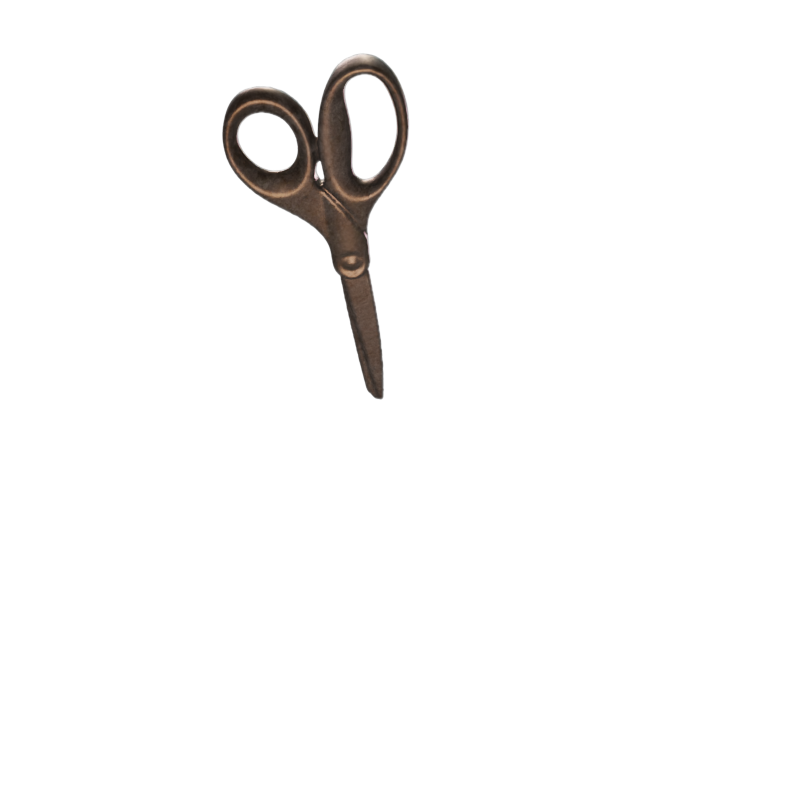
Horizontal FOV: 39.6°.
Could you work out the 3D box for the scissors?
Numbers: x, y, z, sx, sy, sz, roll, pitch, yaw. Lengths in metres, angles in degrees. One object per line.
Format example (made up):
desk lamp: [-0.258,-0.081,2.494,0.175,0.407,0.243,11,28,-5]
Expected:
scissors: [-0.043,-0.079,0.552,0.095,0.190,0.017,6,36,-5]
